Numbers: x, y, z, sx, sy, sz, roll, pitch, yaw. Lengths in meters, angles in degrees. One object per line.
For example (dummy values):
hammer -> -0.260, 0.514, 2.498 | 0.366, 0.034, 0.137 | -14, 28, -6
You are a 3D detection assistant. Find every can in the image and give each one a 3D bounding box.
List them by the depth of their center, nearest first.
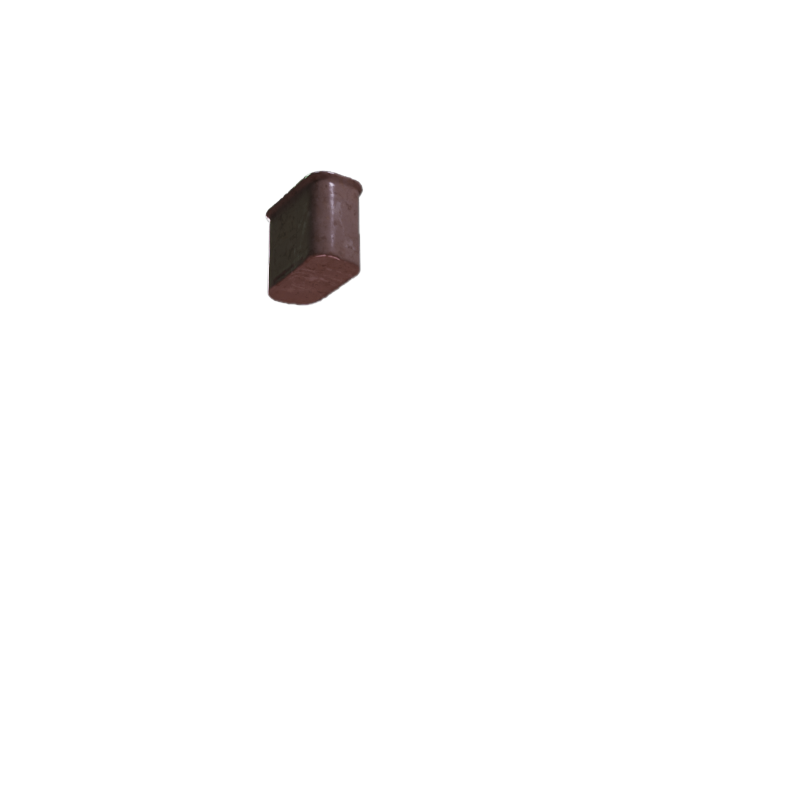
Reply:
can -> -0.077, -0.140, 0.979 | 0.055, 0.089, 0.101 | 16, -30, -31
